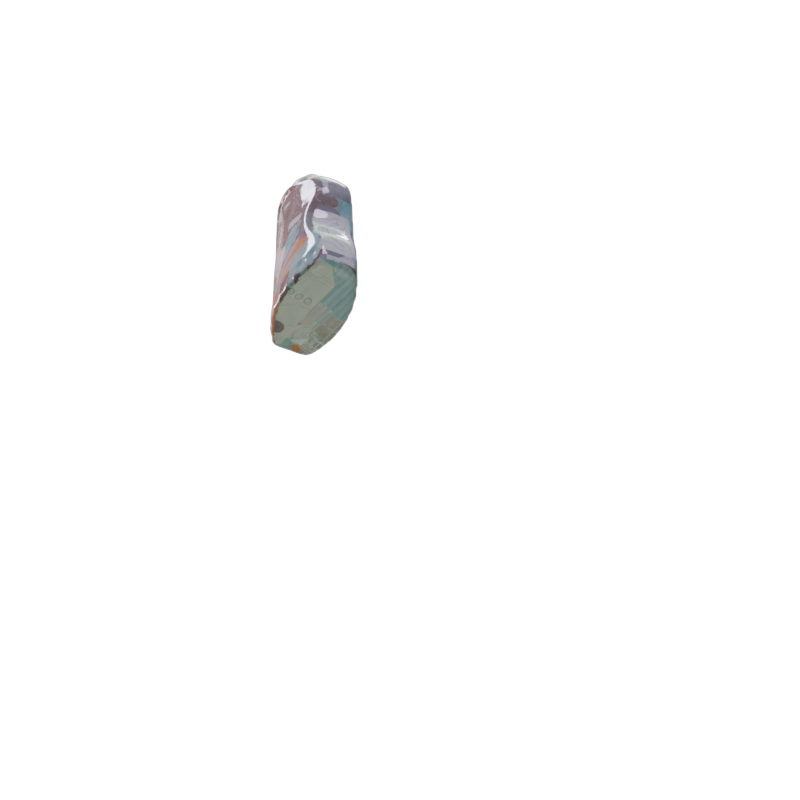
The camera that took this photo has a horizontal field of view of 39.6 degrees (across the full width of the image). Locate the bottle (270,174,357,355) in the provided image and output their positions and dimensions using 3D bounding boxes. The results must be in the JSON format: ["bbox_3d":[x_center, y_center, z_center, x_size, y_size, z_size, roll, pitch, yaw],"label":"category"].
[{"bbox_3d":[-0.073,-0.133,0.928,0.057,0.092,0.205,18,36,-18],"label":"bottle"}]
